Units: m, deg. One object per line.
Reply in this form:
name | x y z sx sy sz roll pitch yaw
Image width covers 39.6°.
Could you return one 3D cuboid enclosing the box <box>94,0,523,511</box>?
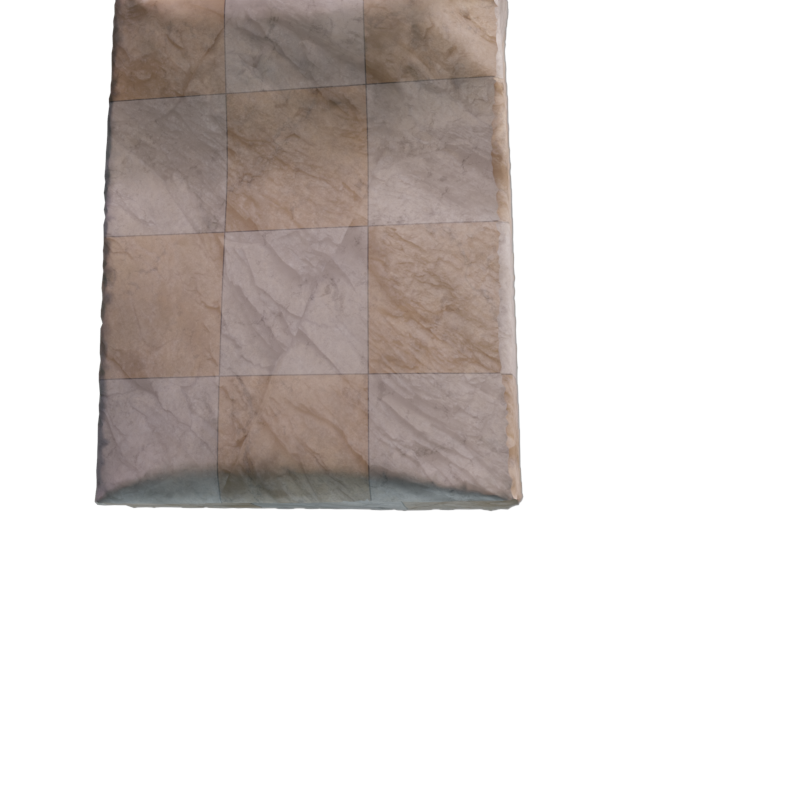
box | -0.036 -0.065 0.457 0.166 0.219 0.069 -2 -9 9
